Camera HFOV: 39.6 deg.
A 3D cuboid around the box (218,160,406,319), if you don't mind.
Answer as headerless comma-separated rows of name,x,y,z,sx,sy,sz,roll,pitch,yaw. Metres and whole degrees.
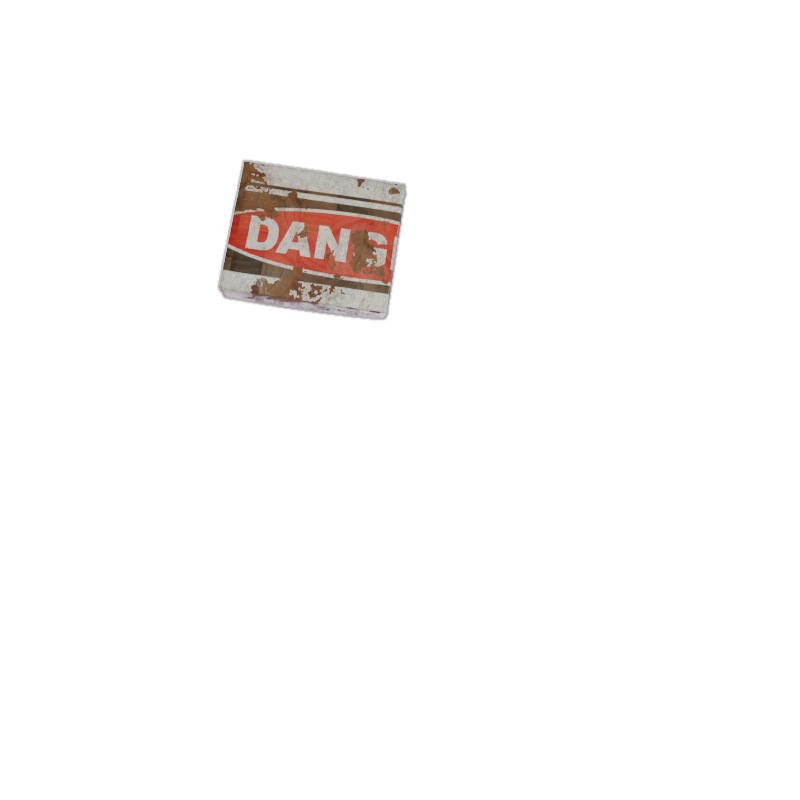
box,-0.058,-0.105,0.739,0.114,0.093,0.038,9,-14,2
